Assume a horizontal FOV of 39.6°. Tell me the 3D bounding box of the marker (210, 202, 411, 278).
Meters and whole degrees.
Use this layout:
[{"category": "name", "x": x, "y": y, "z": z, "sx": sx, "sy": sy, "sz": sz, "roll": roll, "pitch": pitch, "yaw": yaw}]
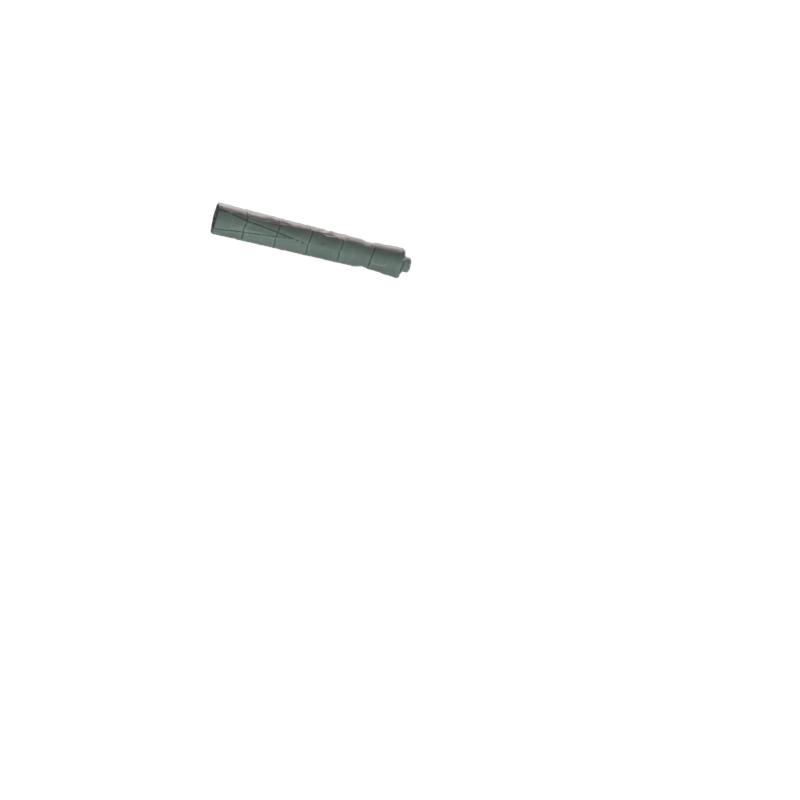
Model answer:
[{"category": "marker", "x": -0.051, "y": -0.094, "z": 0.657, "sx": 0.118, "sy": 0.020, "sz": 0.020, "roll": 12, "pitch": 1, "yaw": -11}]
